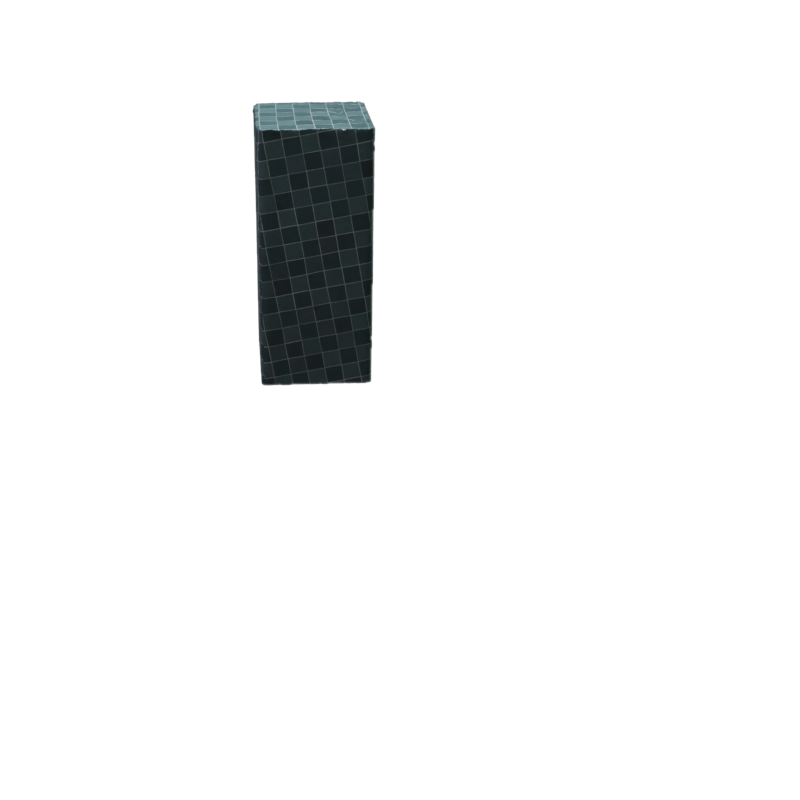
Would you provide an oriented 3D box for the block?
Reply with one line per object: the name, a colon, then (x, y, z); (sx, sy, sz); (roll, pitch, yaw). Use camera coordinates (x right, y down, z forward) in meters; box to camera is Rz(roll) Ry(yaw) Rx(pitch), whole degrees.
block: (-0.069, -0.125, 0.877); (0.089, 0.196, 0.096); (-1, 23, -6)
